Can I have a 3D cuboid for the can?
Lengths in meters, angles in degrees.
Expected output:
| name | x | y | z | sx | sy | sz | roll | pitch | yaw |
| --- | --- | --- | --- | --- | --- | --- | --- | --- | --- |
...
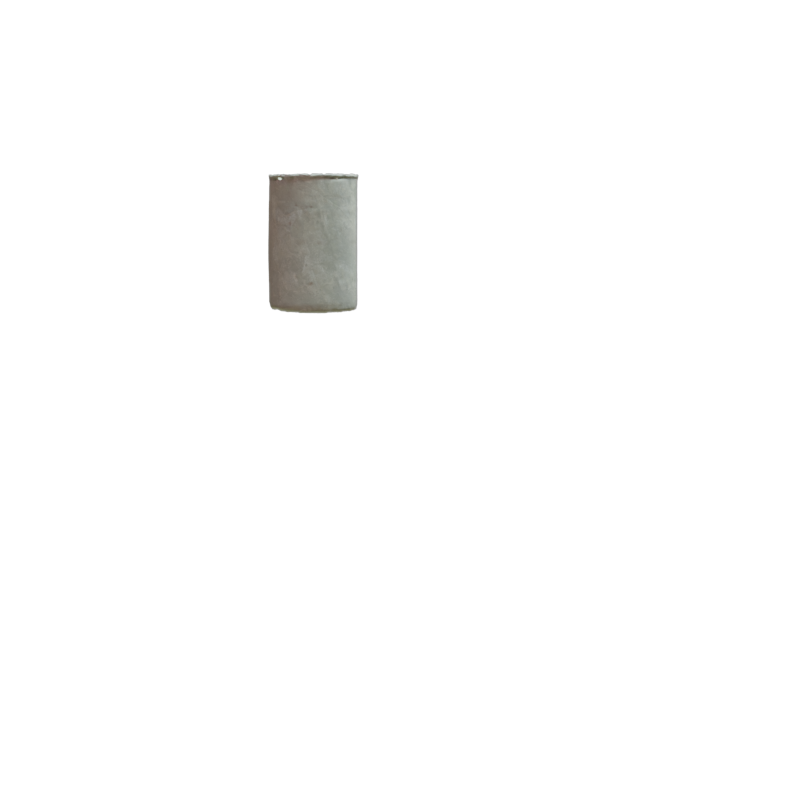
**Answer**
| name | x | y | z | sx | sy | sz | roll | pitch | yaw |
| --- | --- | --- | --- | --- | --- | --- | --- | --- | --- |
| can | -0.066 | -0.120 | 0.837 | 0.068 | 0.101 | 0.069 | 0 | 4 | -2 |
